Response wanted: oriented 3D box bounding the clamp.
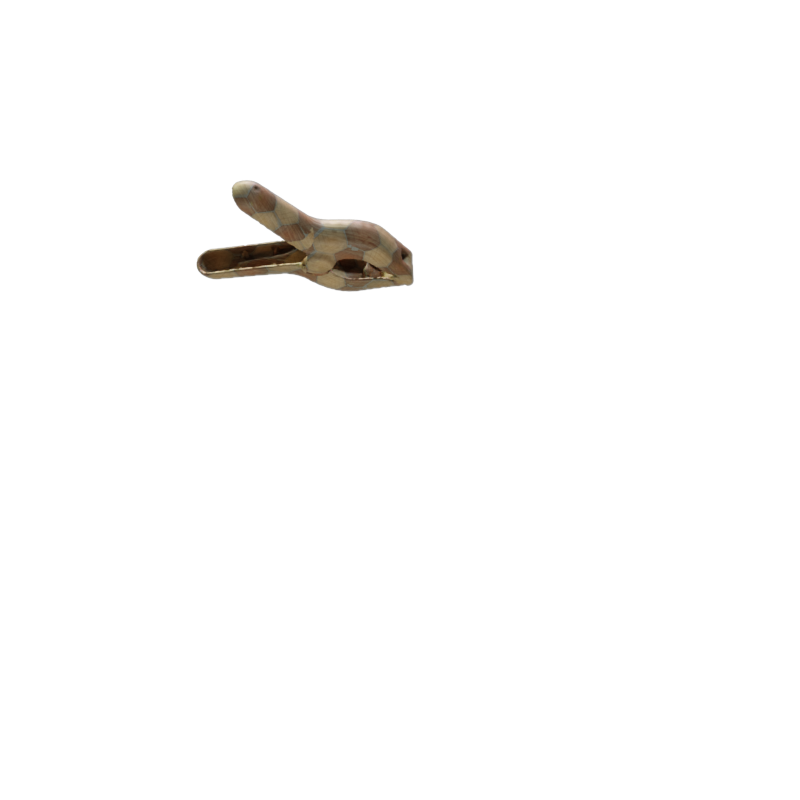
[{"bbox_3d":[-0.067,-0.122,0.857,0.169,0.041,0.116,4,-21,-11],"label":"clamp"}]
